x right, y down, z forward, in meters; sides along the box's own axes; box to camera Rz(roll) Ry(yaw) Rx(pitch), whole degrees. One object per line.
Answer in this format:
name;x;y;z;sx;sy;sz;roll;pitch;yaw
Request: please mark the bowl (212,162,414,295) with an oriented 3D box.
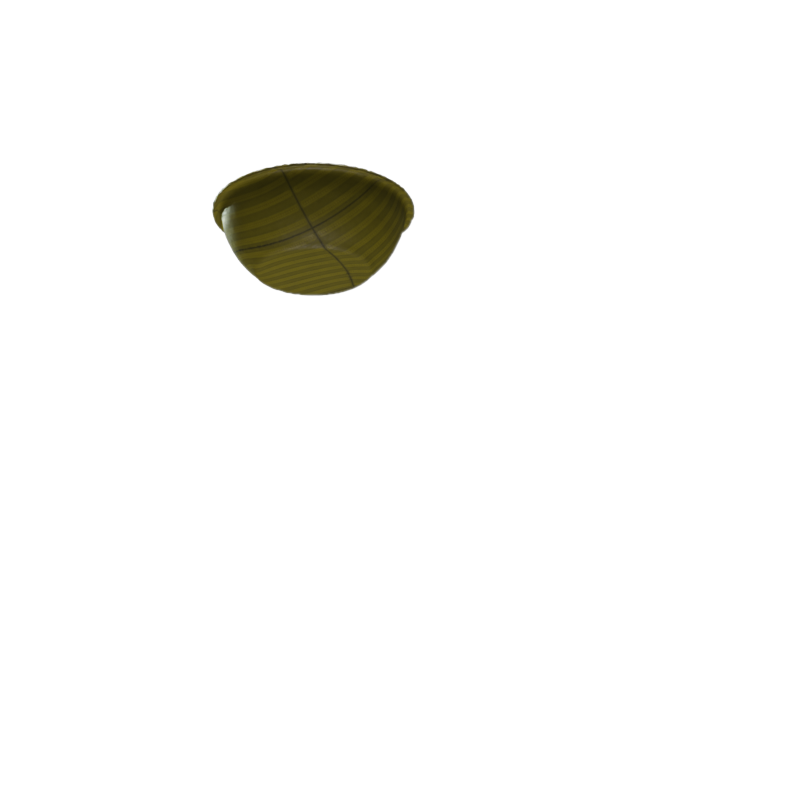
bowl;-0.069;-0.125;0.876;0.162;0.058;0.154;1;-20;-2
